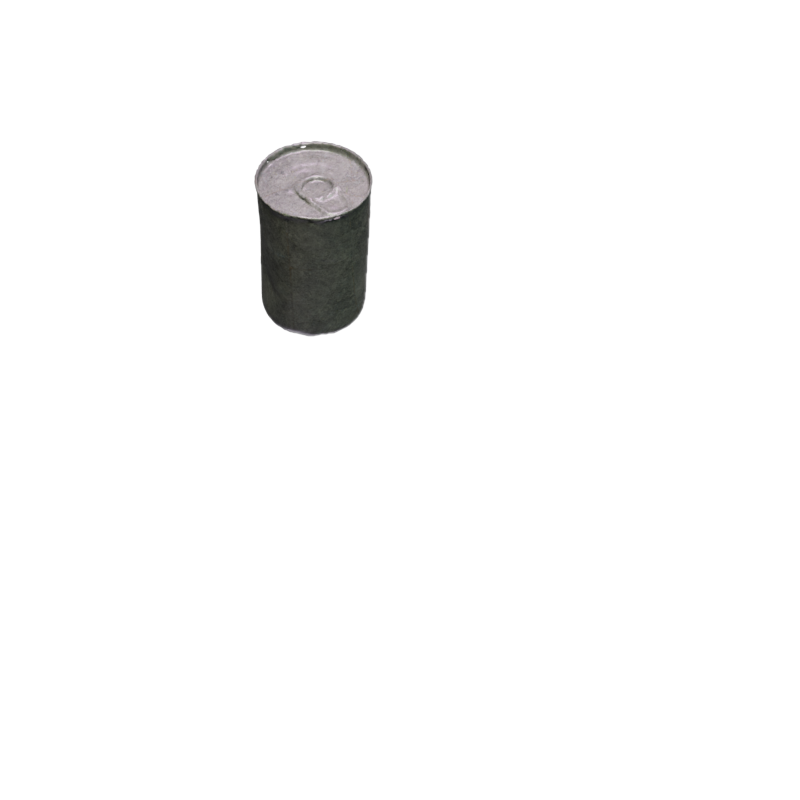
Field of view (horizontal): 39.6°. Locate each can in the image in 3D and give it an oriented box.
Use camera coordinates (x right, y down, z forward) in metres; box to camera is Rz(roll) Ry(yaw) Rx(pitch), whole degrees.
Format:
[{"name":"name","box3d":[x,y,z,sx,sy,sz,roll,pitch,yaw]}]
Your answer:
[{"name":"can","box3d":[-0.053,-0.096,0.671,0.068,0.074,0.095,0,-42,-3]}]
